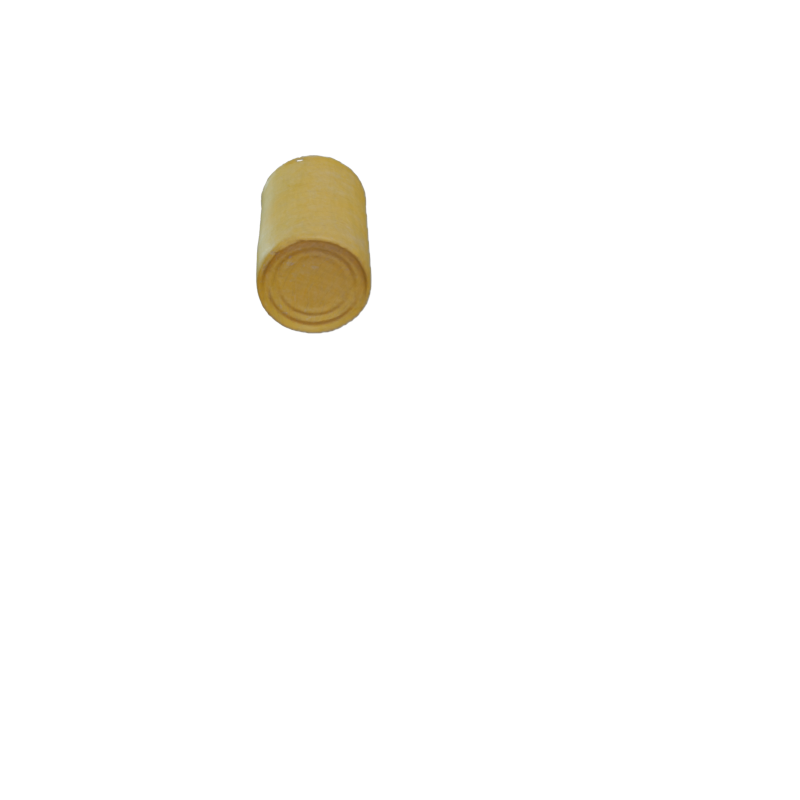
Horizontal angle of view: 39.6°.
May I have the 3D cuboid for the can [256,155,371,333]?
[{"bbox_3d":[-0.052,-0.096,0.670,0.068,0.064,0.109,-1,35,-3],"label":"can"}]
